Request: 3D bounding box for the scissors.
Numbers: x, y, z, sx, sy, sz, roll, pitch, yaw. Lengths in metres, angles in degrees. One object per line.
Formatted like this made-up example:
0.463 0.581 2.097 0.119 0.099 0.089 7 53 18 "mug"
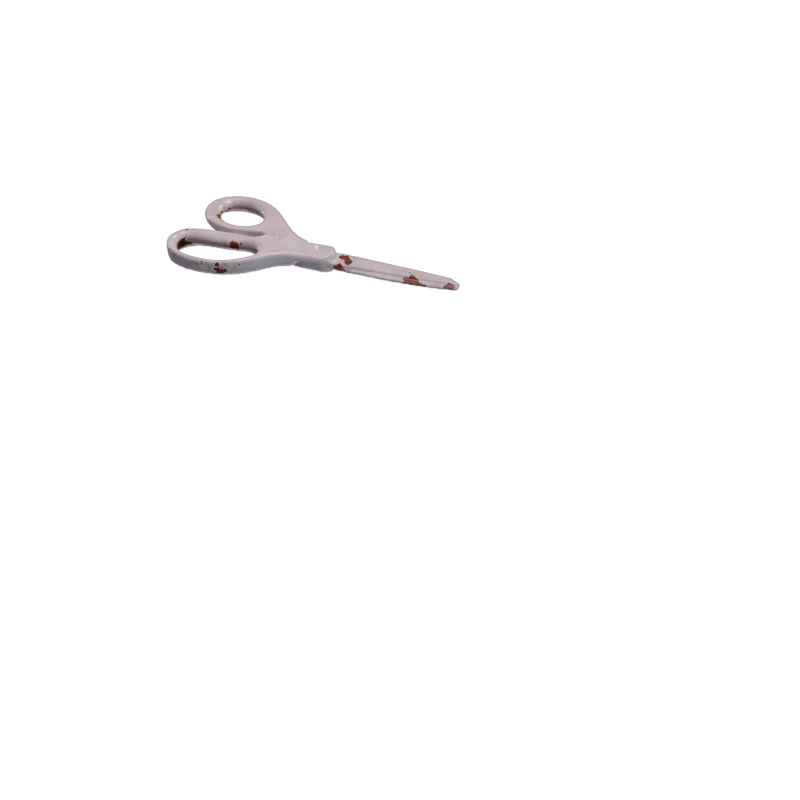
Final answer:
-0.061 -0.111 0.777 0.203 0.015 0.102 3 39 3 "scissors"
